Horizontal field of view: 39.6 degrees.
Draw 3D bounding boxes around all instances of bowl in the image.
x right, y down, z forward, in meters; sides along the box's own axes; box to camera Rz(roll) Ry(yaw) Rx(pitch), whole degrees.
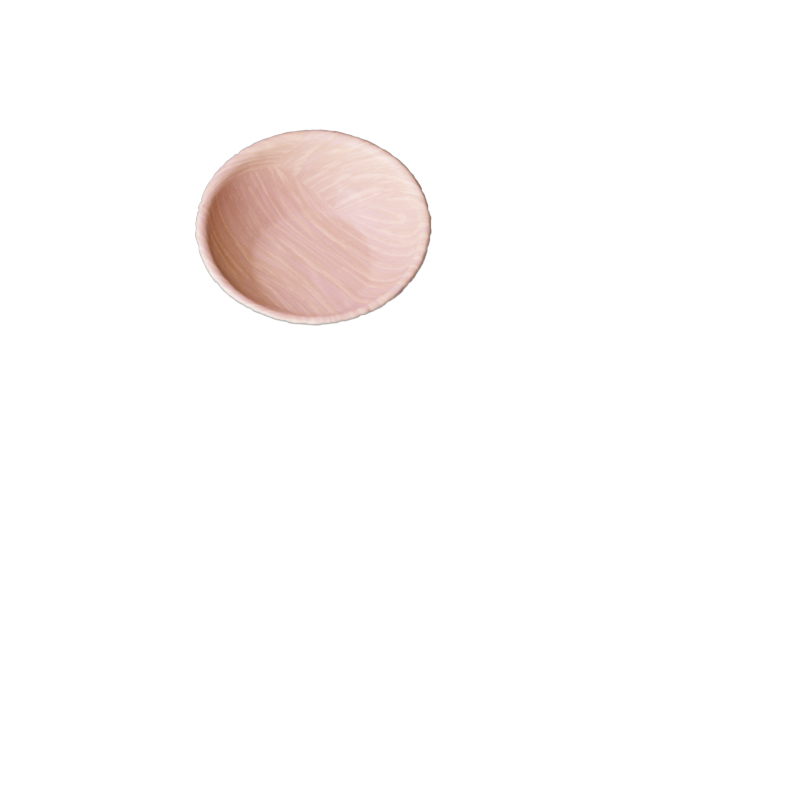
[{"bbox_3d":[-0.061,-0.111,0.781,0.162,0.173,0.052,-1,-31,-1],"label":"bowl"}]
